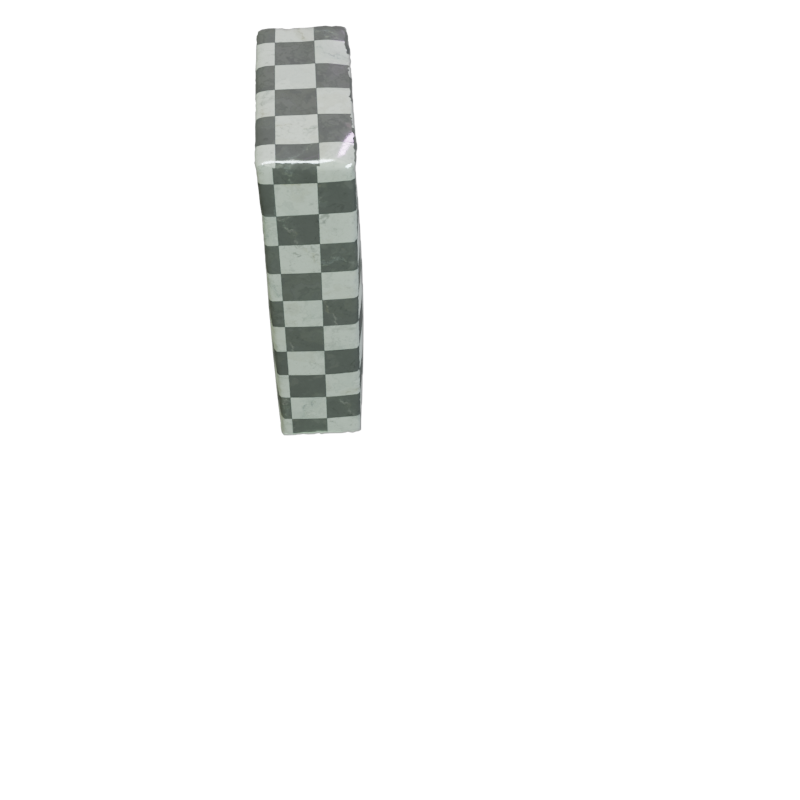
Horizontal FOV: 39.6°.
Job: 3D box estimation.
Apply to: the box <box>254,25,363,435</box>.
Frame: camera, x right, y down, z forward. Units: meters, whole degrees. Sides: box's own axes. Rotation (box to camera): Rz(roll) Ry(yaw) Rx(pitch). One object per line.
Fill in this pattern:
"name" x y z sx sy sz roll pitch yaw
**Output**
"box" -0.040 -0.073 0.509 0.048 0.100 0.164 -1 -40 -5
